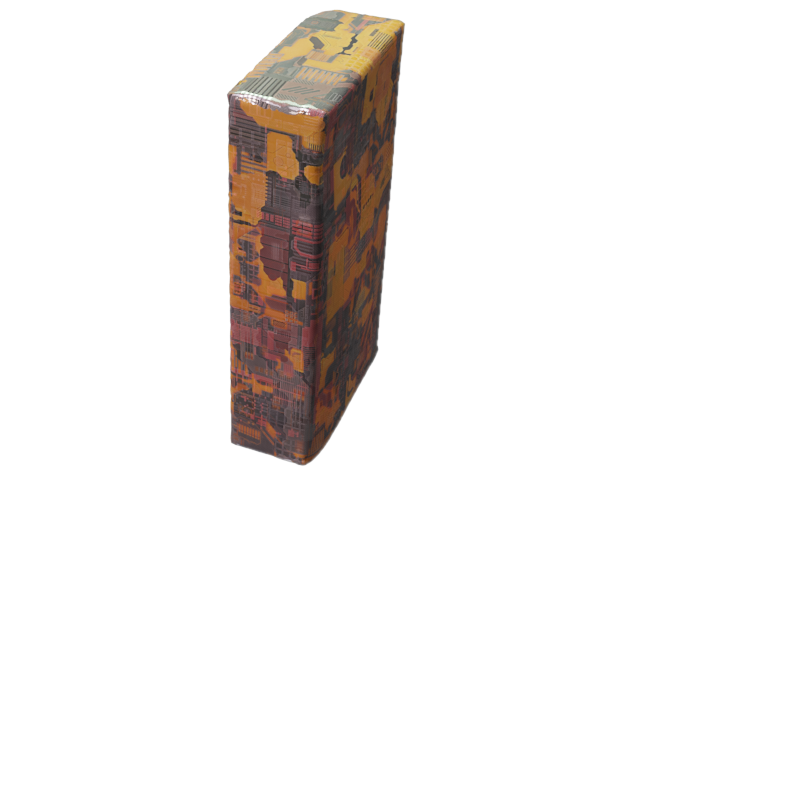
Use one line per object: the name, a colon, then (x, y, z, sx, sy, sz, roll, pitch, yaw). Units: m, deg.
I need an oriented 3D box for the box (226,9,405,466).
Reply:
box: (-0.037, -0.068, 0.473, 0.049, 0.165, 0.097, 13, 38, 14)
